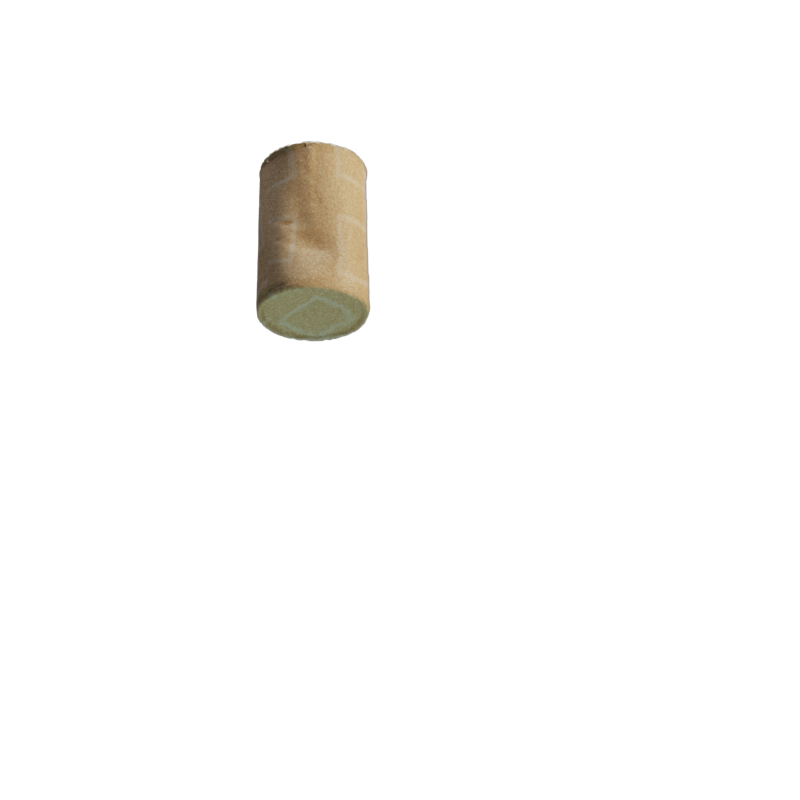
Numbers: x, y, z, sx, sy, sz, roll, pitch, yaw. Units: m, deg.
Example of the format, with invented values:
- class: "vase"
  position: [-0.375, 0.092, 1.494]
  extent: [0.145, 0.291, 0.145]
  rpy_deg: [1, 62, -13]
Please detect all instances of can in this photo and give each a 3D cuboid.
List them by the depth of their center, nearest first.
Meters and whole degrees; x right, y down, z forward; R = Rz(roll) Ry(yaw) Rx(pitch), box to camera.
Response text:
- class: "can"
  position: [-0.052, -0.095, 0.669]
  extent: [0.068, 0.109, 0.064]
  rpy_deg: [0, -29, -2]
